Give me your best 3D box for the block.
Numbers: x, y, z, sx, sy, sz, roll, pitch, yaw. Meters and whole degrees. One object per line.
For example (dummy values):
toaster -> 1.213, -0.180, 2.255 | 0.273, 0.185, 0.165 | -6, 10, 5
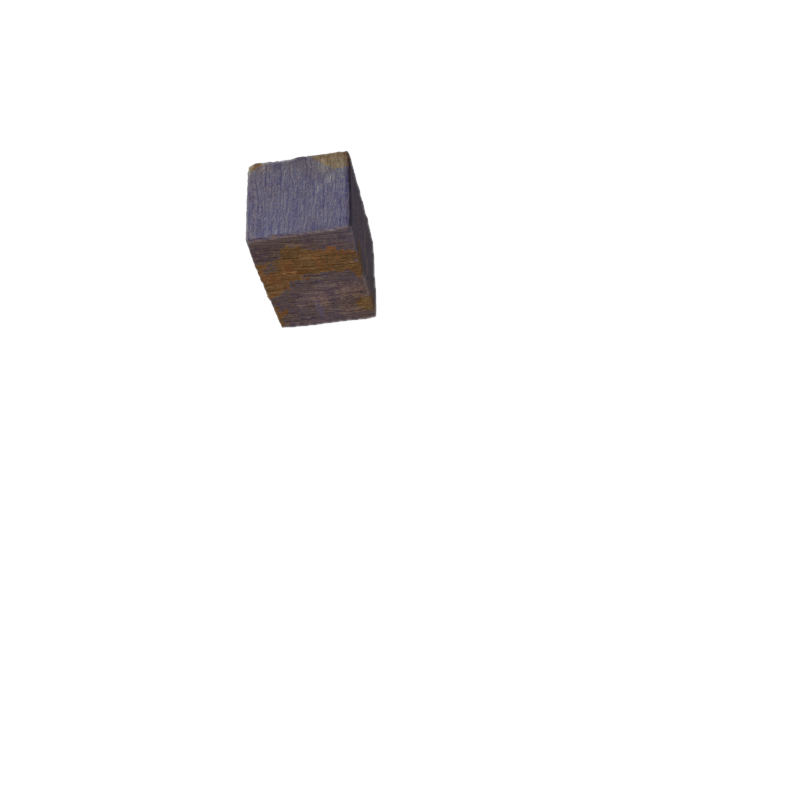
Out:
block -> -0.044, -0.080, 0.564 | 0.053, 0.055, 0.072 | -6, -35, 7
